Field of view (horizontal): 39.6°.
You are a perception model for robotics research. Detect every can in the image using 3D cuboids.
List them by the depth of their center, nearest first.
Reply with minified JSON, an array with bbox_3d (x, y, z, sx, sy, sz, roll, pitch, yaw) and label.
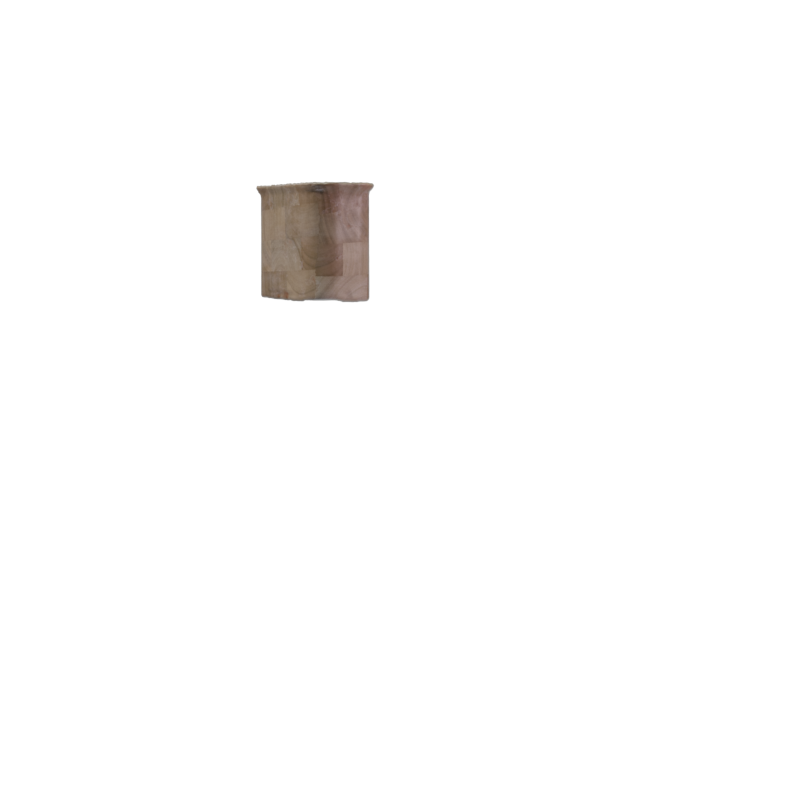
[{"bbox_3d":[-0.063,-0.115,0.808,0.056,0.083,0.106,-2,6,-32],"label":"can"}]
